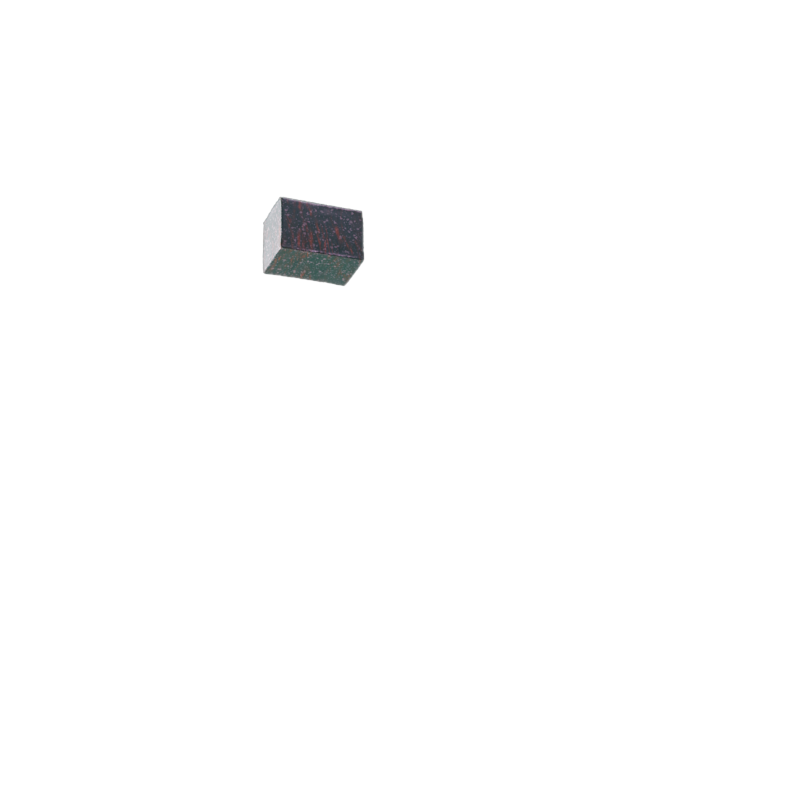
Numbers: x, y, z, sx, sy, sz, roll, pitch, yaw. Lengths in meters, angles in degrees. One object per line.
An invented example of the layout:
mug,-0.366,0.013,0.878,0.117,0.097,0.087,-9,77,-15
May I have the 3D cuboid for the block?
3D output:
block,-0.076,-0.138,0.965,0.076,0.054,0.051,8,-27,-19
